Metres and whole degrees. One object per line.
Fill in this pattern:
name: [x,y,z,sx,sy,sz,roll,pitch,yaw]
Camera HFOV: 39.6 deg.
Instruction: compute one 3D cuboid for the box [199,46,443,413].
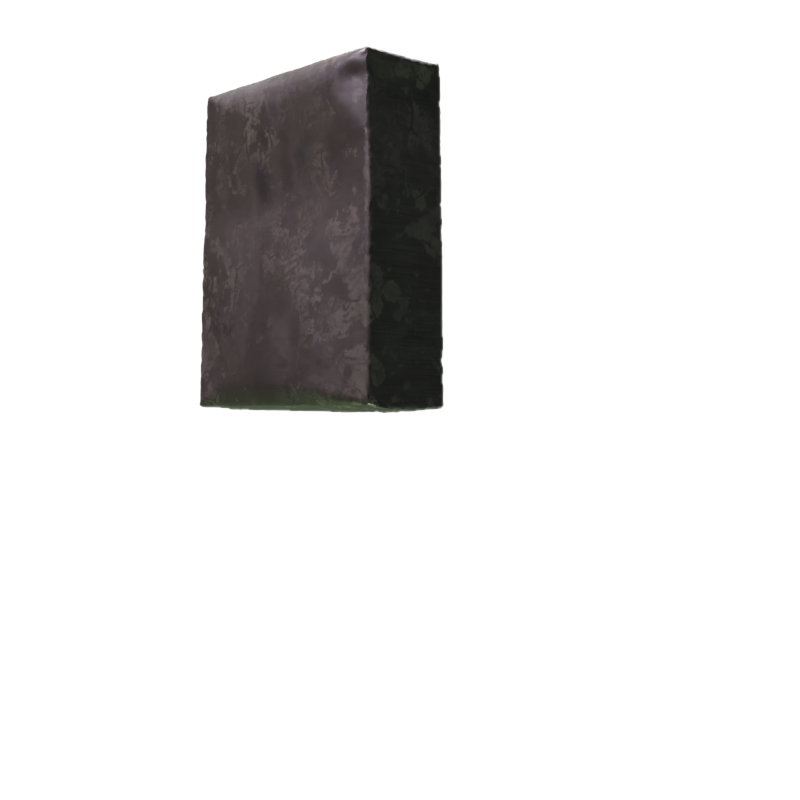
box: [-0.055,-0.101,0.707,0.068,0.217,0.169,6,-8,-44]
